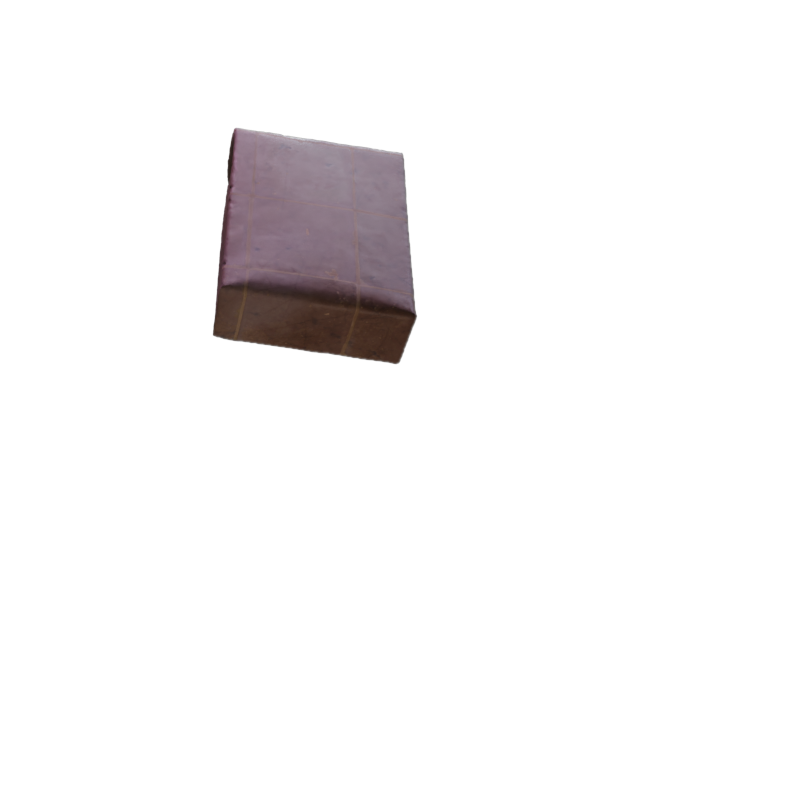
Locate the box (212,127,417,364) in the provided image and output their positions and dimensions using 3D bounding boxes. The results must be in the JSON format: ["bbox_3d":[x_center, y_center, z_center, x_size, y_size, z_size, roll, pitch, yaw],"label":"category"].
[{"bbox_3d":[-0.077,-0.141,0.984,0.162,0.230,0.068,6,-44,-10],"label":"box"}]
